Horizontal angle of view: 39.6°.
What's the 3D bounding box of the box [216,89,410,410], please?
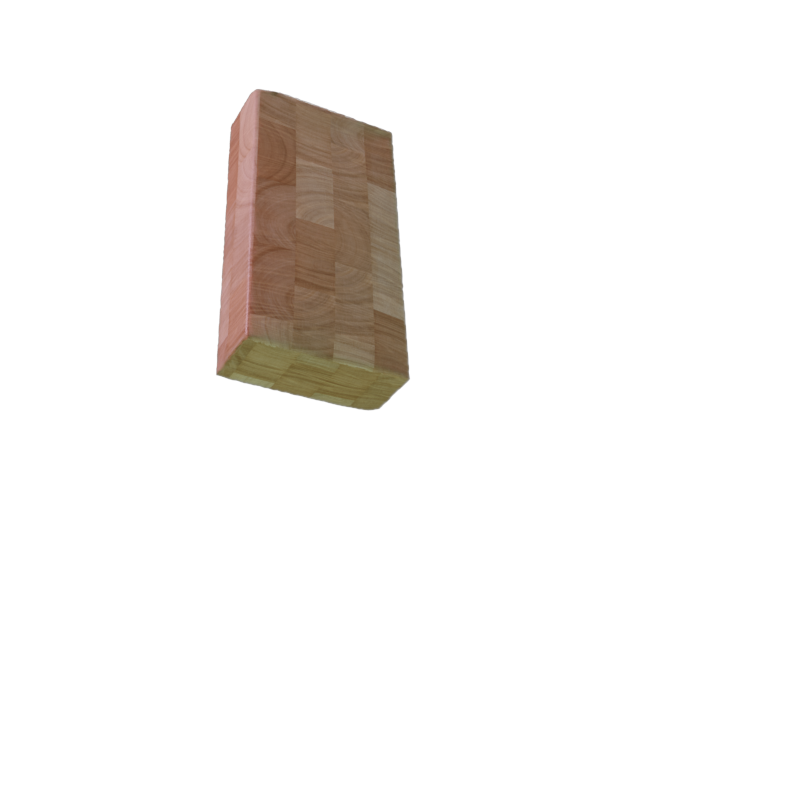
[{"bbox_3d":[-0.047,-0.087,0.606,0.090,0.189,0.047,14,-37,-23],"label":"box"}]
